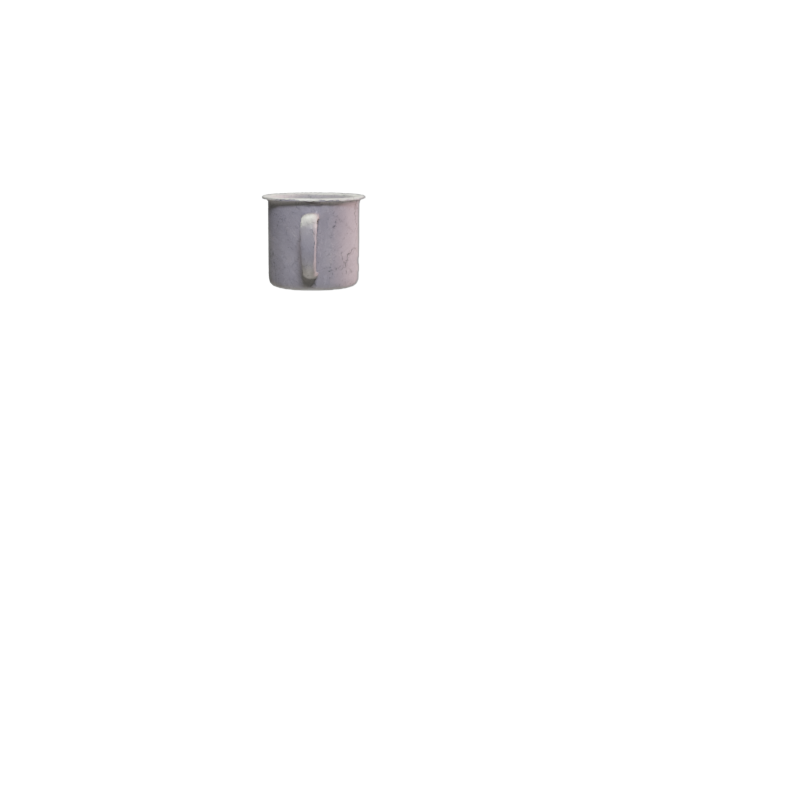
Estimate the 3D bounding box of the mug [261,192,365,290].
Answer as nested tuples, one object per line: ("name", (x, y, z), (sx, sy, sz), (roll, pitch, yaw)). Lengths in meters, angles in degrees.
("mug", (-0.077, -0.141, 0.987), (0.093, 0.080, 0.120), (0, 12, -2))
